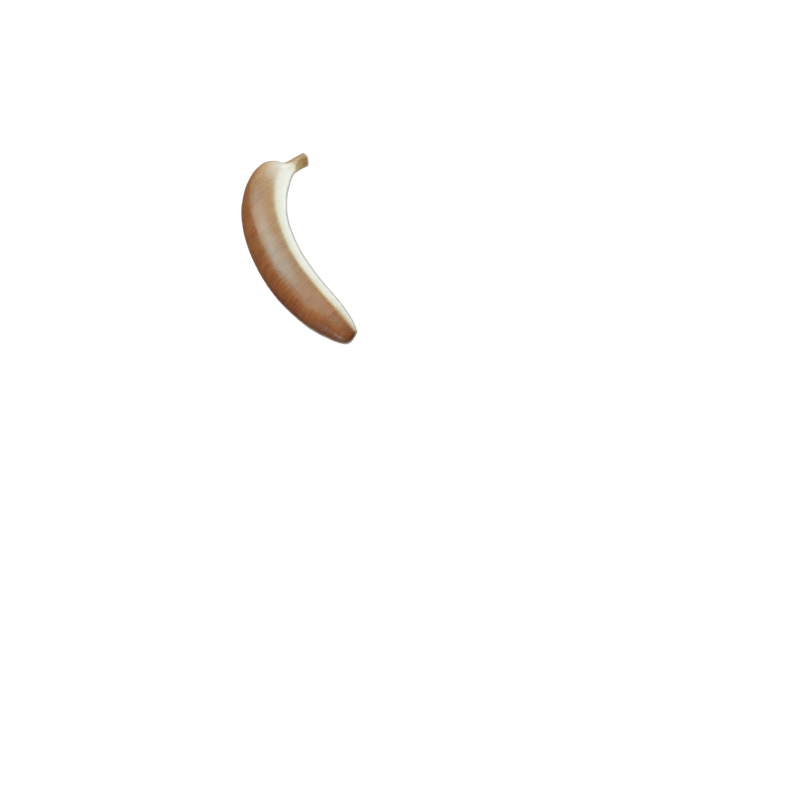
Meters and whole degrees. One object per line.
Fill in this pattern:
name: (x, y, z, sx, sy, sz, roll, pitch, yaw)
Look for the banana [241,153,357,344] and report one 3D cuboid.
banana: (-0.088, -0.127, 0.888, 0.069, 0.213, 0.034, -11, -34, -8)
